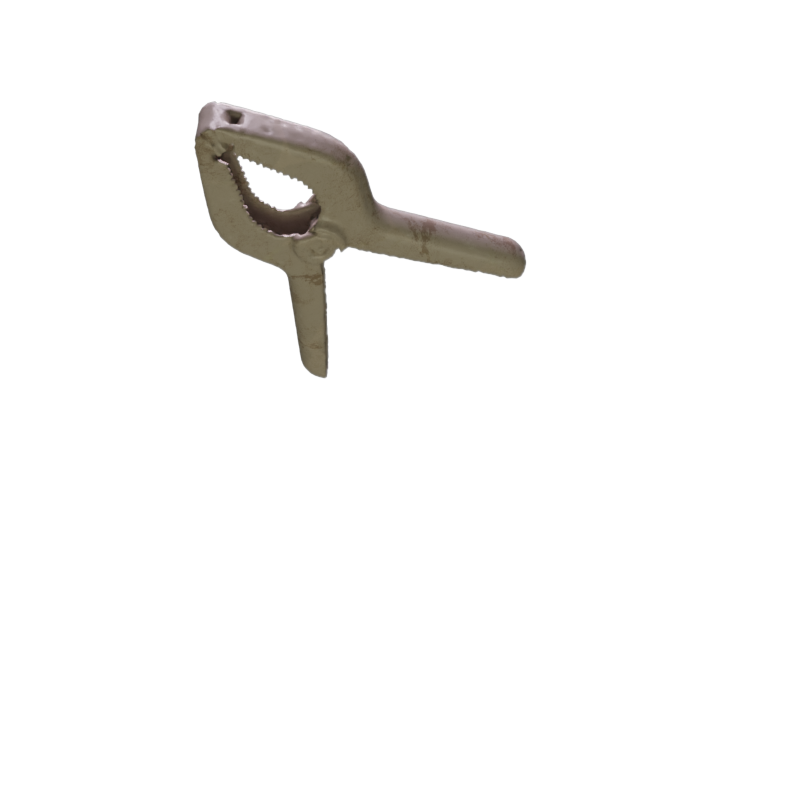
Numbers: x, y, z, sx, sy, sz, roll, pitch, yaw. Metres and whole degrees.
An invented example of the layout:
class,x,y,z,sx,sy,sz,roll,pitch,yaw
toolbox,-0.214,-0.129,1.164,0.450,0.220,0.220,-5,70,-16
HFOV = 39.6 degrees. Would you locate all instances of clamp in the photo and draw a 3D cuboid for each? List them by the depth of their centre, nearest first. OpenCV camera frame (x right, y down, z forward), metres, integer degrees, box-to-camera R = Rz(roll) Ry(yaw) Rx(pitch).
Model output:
class,x,y,z,sx,sy,sz,roll,pitch,yaw
clamp,-0.051,-0.094,0.657,0.163,0.039,0.197,-35,-54,30
